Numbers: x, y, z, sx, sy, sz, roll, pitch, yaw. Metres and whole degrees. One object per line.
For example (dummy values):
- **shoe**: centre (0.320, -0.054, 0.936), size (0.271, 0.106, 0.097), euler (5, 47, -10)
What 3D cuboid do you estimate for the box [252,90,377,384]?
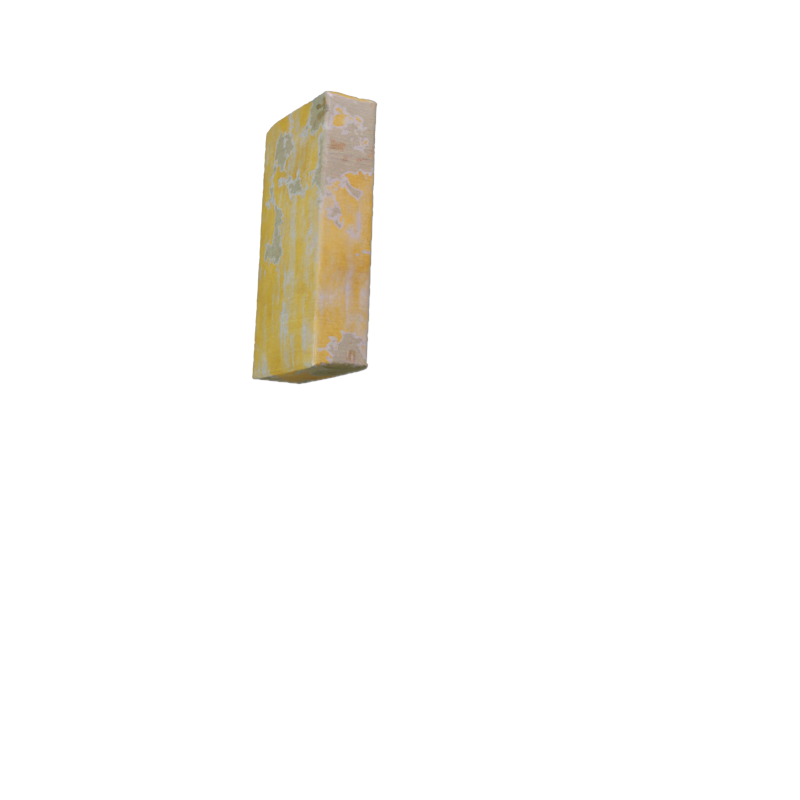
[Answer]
- **box**: centre (-0.057, -0.103, 0.724), size (0.046, 0.182, 0.094), euler (7, -13, -30)
